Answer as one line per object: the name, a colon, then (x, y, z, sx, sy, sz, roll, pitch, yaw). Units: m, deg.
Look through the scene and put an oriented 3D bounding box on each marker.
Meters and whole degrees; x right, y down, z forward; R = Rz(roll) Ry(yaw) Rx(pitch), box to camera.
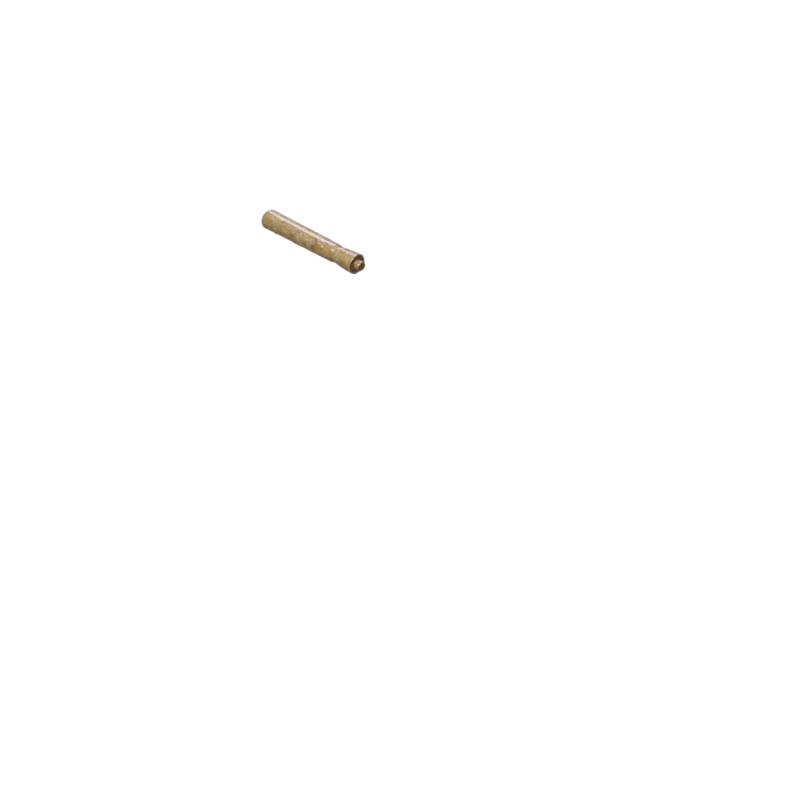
marker: (-0.077, -0.140, 0.983, 0.129, 0.019, 0.019, 31, 23, 37)
